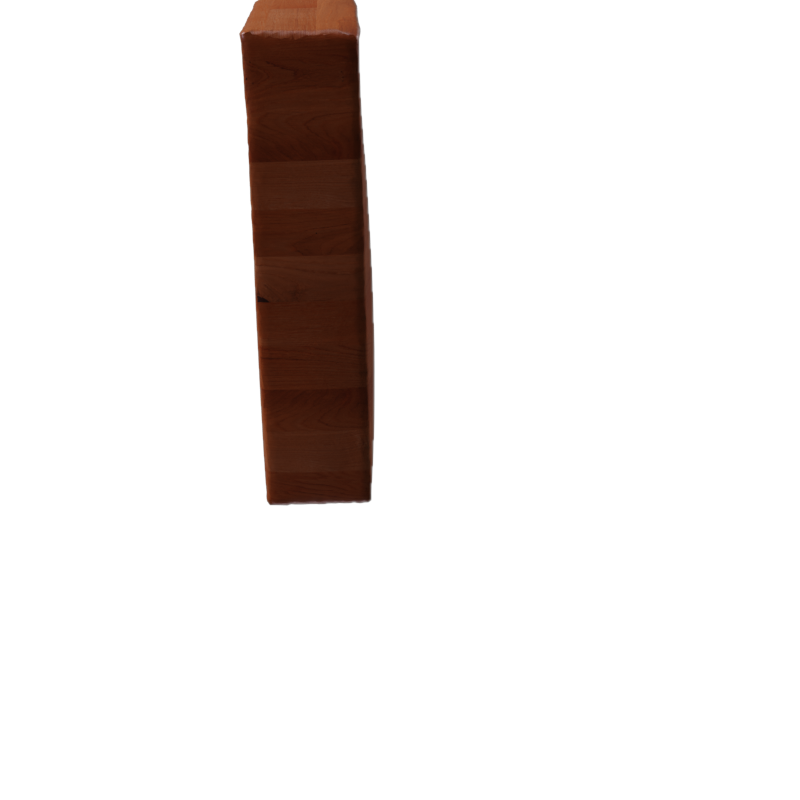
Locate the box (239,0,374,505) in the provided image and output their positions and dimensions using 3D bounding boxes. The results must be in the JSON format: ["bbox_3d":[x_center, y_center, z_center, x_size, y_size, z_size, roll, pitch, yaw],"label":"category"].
[{"bbox_3d":[-0.033,-0.061,0.425,0.048,0.168,0.098,0,22,-3],"label":"box"}]
